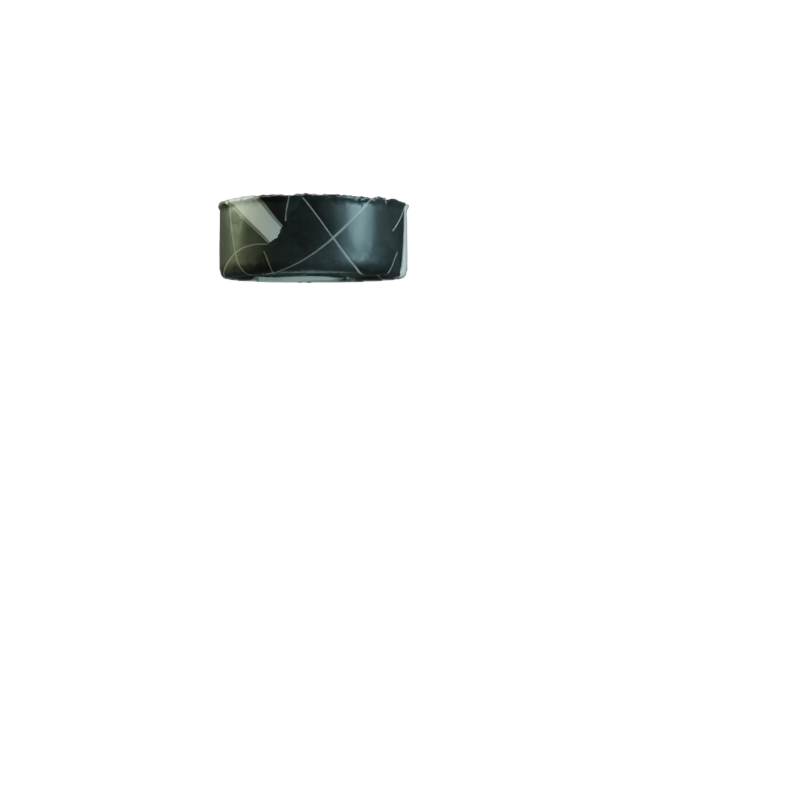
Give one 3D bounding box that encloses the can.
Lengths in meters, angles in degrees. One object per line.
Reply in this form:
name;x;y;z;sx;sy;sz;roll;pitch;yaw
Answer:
can;-0.039;-0.071;0.499;0.086;0.034;0.086;0;2;-2
